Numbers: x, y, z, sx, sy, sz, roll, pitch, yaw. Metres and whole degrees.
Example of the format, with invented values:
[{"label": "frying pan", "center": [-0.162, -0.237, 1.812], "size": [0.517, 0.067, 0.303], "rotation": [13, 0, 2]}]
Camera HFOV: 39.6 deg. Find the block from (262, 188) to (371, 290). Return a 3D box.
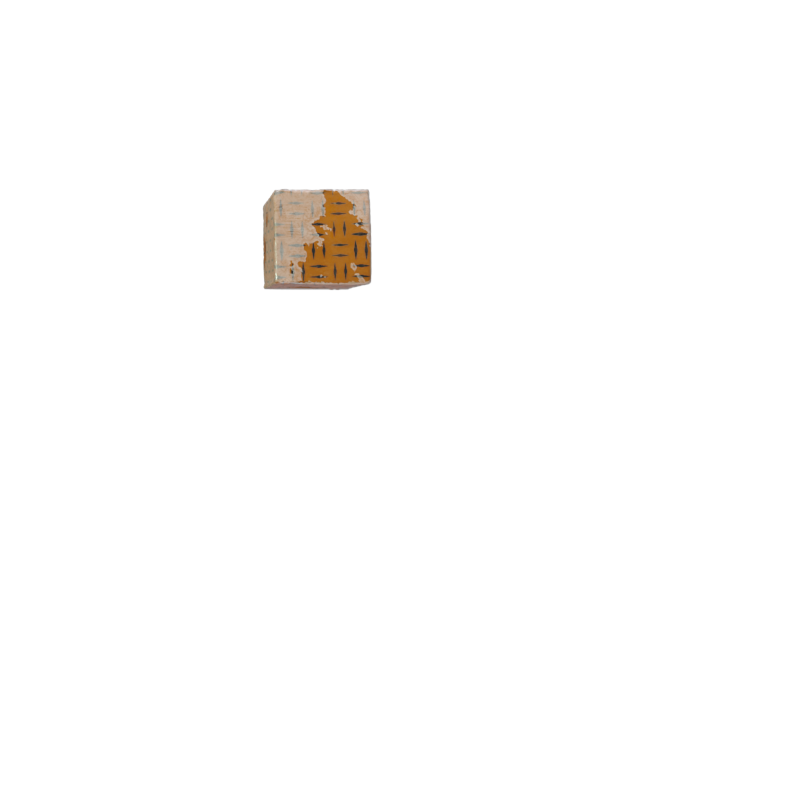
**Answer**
[{"label": "block", "center": [-0.049, -0.089, 0.620], "size": [0.052, 0.051, 0.079], "rotation": [0, 1, -11]}]
